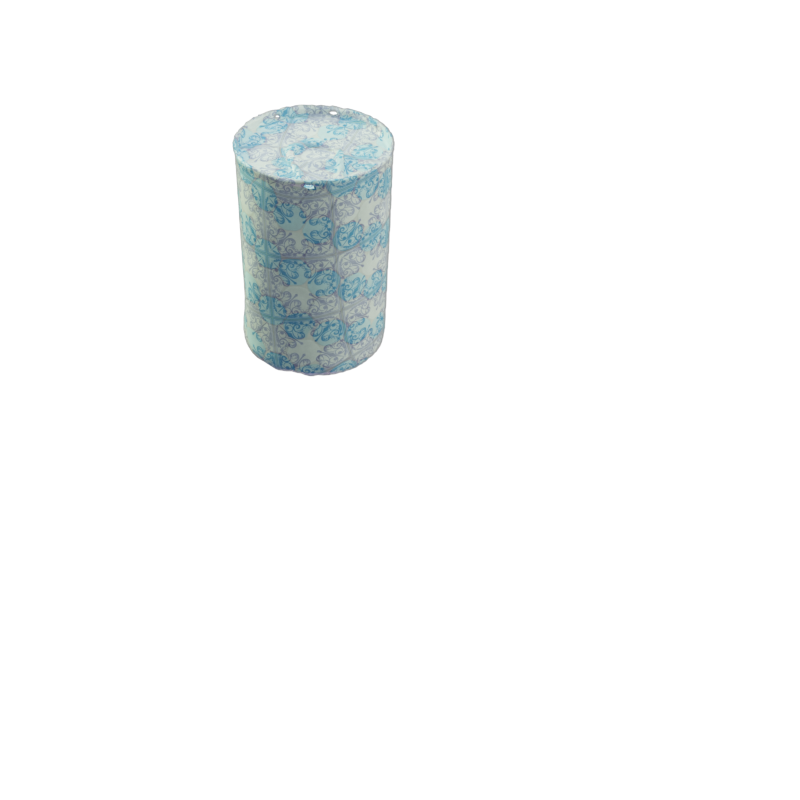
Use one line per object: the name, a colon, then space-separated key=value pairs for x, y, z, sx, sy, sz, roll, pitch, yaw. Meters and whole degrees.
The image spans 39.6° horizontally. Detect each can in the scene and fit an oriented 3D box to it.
can: x=-0.038 y=-0.070 z=0.491 sx=0.068 sy=0.096 sz=0.073 roll=0 pitch=36 yaw=-3
